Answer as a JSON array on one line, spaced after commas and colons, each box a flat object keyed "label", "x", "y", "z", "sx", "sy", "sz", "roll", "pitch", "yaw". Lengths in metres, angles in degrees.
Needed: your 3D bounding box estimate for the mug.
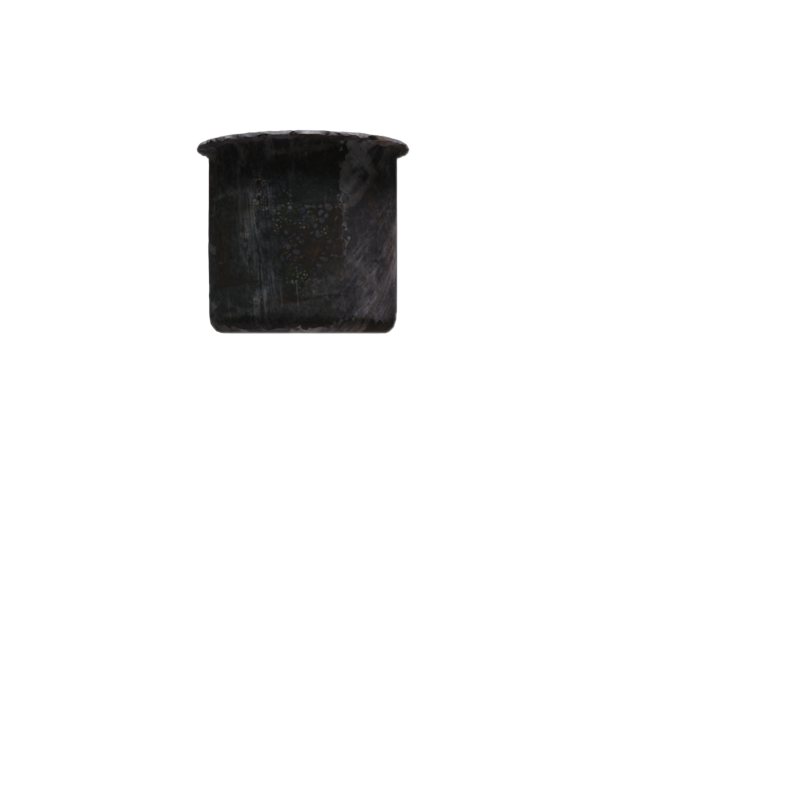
[{"label": "mug", "x": -0.039, "y": -0.071, "z": 0.494, "sx": 0.095, "sy": 0.082, "sz": 0.114, "roll": 0, "pitch": 1, "yaw": 19}]
